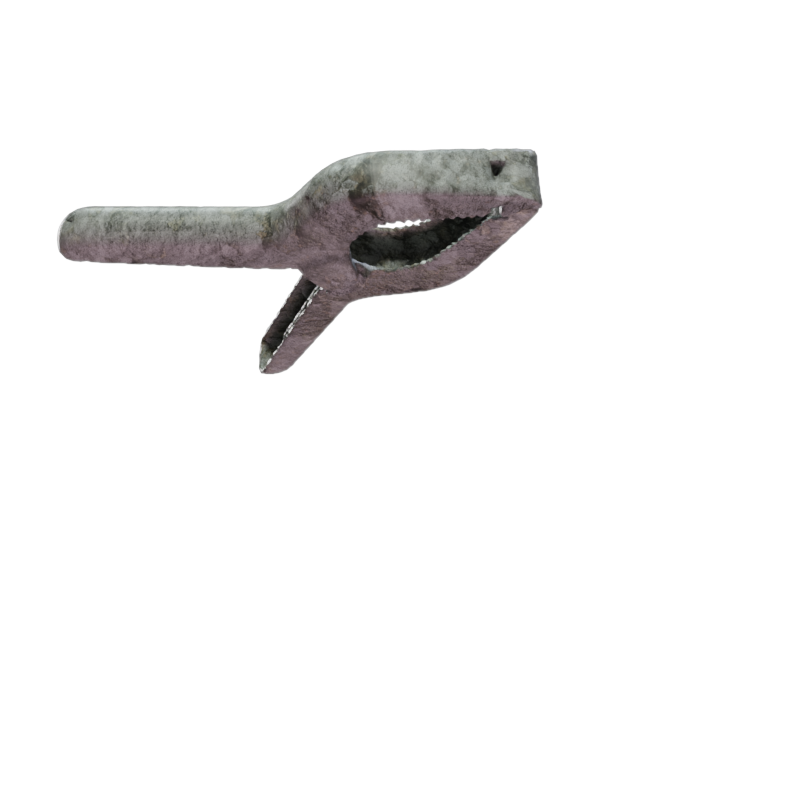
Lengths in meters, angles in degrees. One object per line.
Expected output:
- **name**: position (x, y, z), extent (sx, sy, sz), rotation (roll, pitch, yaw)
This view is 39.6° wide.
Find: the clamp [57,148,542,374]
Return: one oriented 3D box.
- **clamp**: position (-0.039, -0.072, 0.504), extent (0.212, 0.039, 0.154), rotation (-19, -30, 35)
